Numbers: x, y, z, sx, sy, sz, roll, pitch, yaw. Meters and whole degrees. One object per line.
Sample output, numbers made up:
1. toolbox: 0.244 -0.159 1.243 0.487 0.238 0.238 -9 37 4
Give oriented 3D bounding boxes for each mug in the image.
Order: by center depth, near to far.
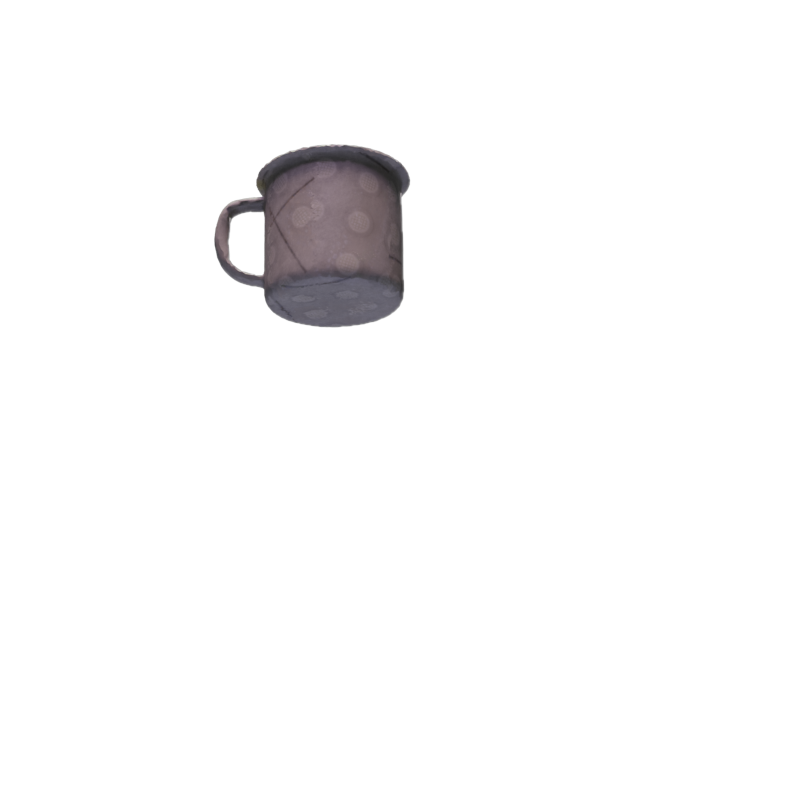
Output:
1. mug: -0.051 -0.094 0.655 0.117 0.086 0.089 1 -20 -3
